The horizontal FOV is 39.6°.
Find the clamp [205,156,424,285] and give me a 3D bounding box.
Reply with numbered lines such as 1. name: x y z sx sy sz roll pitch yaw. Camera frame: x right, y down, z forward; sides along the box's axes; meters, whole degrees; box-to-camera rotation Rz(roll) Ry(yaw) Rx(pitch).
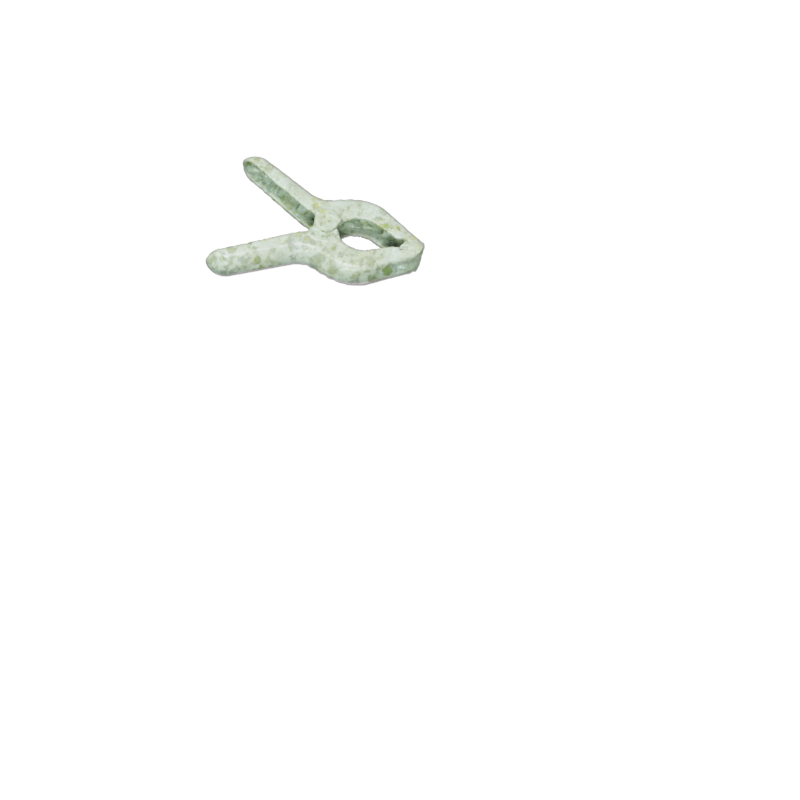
1. clamp: -0.070 -0.128 0.897 0.175 0.125 0.037 19 -28 11
